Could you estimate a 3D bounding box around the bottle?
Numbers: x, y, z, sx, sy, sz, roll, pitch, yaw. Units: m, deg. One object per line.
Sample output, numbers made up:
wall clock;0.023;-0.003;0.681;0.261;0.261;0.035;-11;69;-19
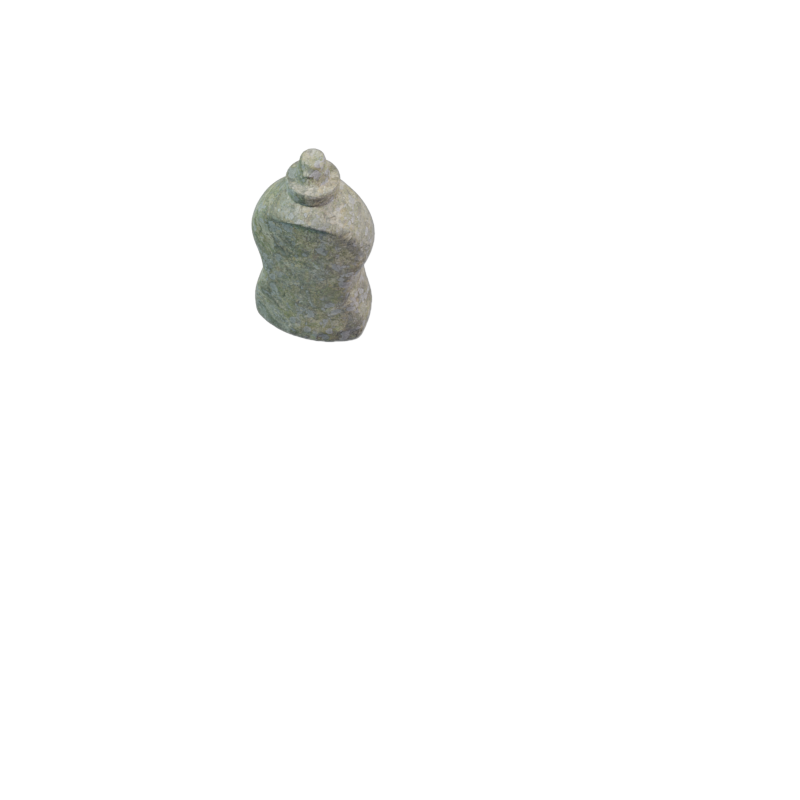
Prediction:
bottle;-0.069;-0.125;0.875;0.098;0.061;0.179;17;-36;9
